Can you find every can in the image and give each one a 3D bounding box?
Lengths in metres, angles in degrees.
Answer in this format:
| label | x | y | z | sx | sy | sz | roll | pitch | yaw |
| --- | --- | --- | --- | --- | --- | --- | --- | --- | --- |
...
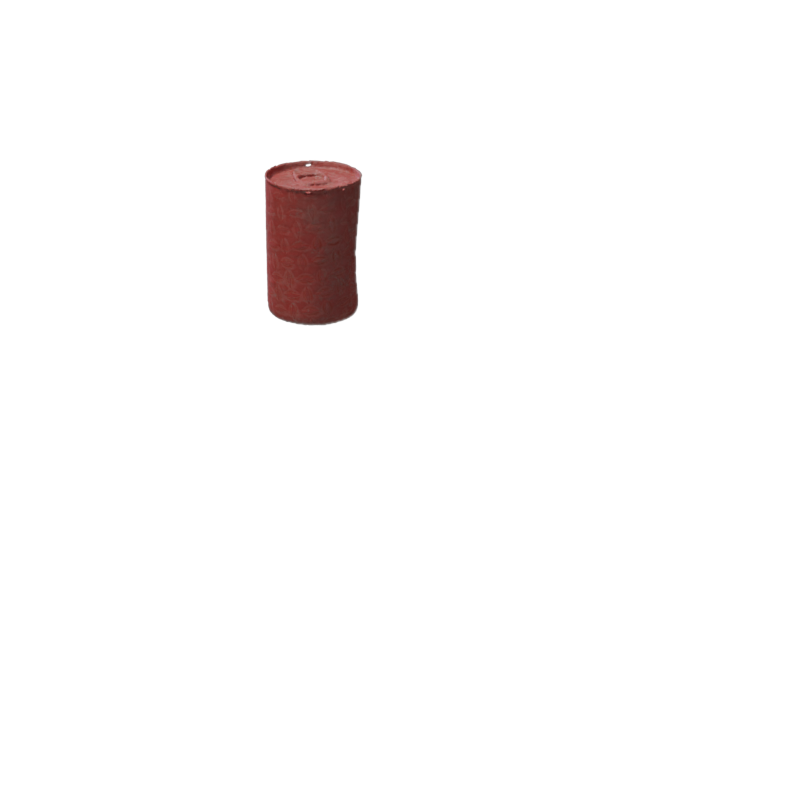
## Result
| label | x | y | z | sx | sy | sz | roll | pitch | yaw |
| --- | --- | --- | --- | --- | --- | --- | --- | --- | --- |
| can | -0.062 | -0.113 | 0.790 | 0.068 | 0.097 | 0.072 | 0 | 24 | -2 |
